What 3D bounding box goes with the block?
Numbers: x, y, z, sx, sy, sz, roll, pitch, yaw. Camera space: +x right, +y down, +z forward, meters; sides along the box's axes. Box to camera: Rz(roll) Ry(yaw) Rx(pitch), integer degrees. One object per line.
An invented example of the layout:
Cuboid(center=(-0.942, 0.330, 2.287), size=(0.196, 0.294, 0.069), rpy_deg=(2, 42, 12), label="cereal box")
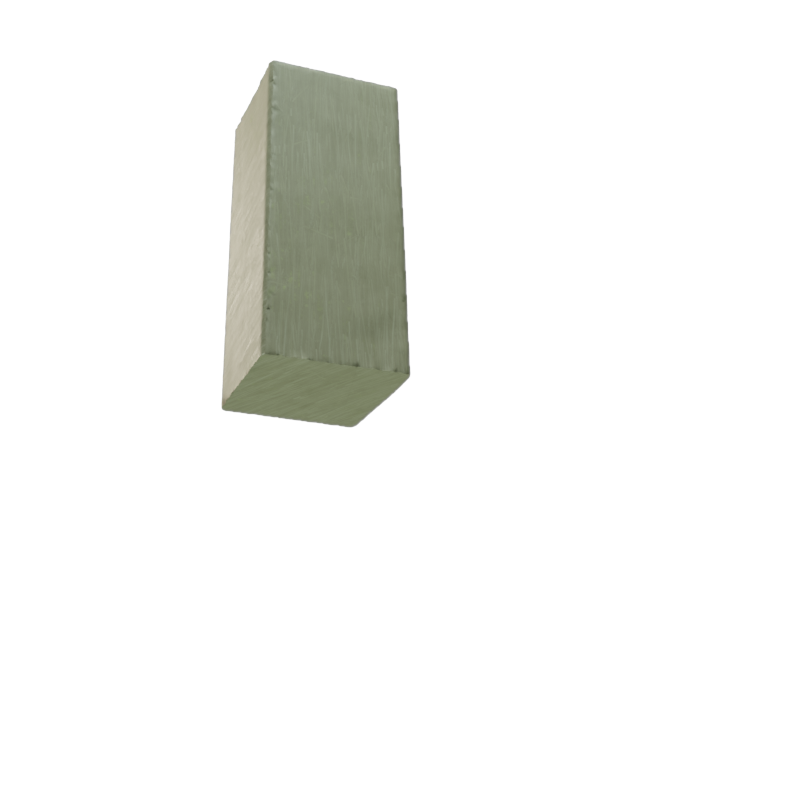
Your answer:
Cuboid(center=(-0.055, -0.100, 0.701), size=(0.088, 0.219, 0.087), rpy_deg=(9, -30, -20), label="block")
